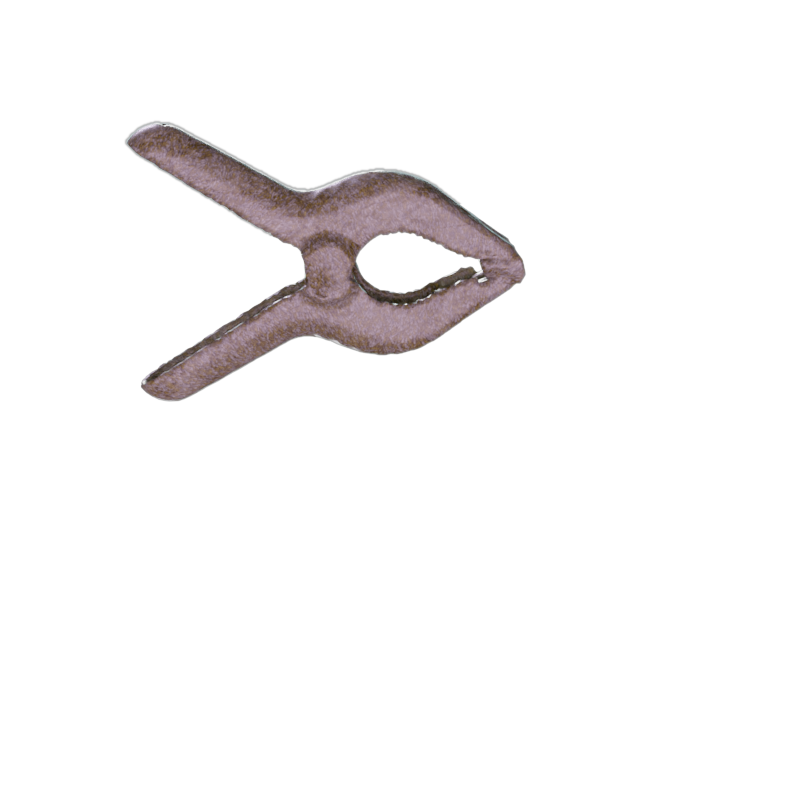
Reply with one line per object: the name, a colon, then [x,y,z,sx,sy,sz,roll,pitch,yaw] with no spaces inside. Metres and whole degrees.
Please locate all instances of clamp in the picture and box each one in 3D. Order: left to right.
clamp: [-0.037,-0.067,0.470,0.172,0.115,0.041,-9,19,3]
